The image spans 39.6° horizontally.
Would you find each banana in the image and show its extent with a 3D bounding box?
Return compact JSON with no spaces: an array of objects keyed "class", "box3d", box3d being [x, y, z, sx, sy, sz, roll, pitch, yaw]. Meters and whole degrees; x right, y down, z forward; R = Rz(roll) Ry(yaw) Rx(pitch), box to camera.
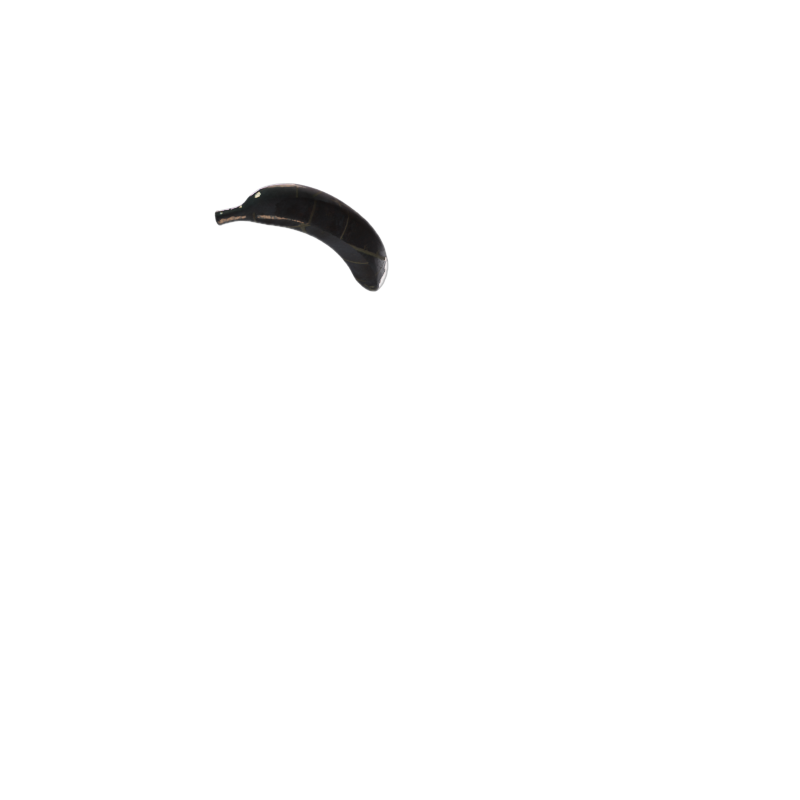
[{"class":"banana","box3d":[-0.062,-0.140,0.932,0.070,0.039,0.185,-20,-29,38]}]
